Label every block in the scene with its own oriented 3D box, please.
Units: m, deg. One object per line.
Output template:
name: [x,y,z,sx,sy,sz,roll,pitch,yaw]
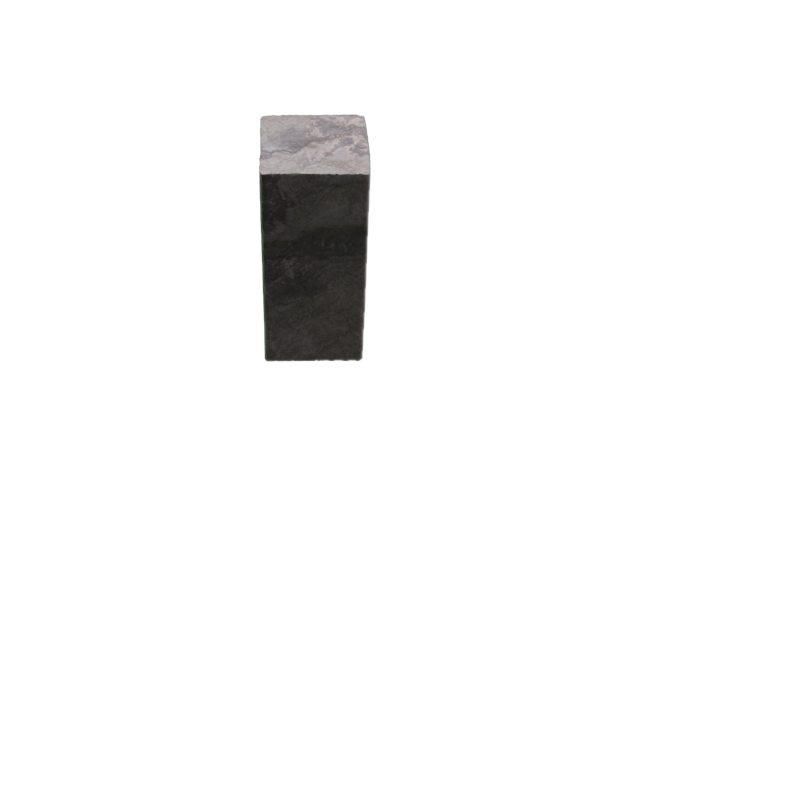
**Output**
block: [-0.076,-0.139,0.970,0.090,0.192,0.097,0,42,-4]
